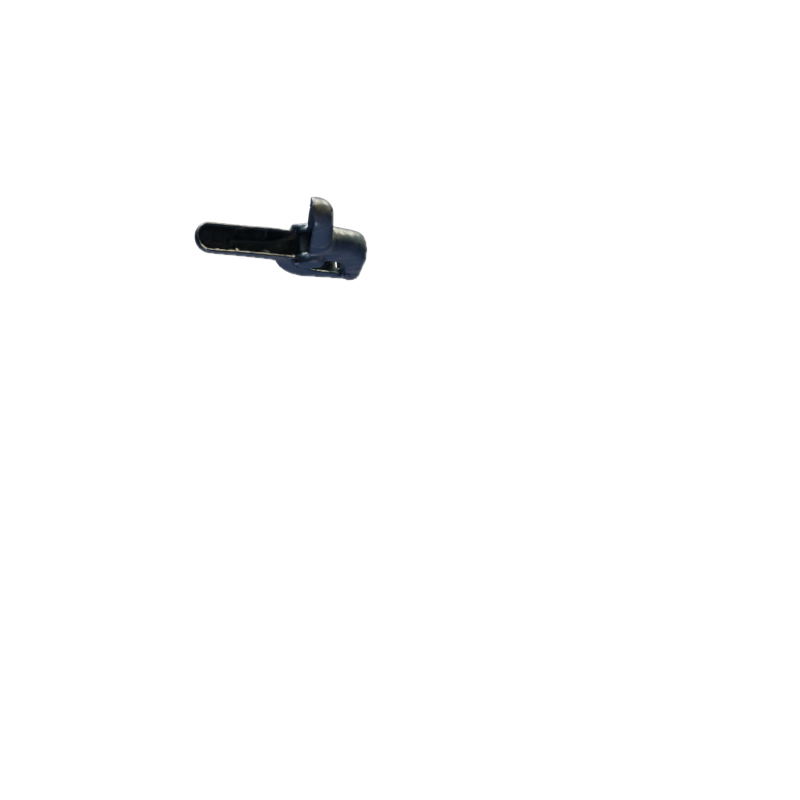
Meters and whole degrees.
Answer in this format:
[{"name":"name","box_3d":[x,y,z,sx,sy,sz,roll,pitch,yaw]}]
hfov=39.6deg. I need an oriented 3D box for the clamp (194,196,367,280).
[{"name":"clamp","box_3d":[-0.071,-0.130,0.912,0.124,0.040,0.163,-3,-4,36]}]
